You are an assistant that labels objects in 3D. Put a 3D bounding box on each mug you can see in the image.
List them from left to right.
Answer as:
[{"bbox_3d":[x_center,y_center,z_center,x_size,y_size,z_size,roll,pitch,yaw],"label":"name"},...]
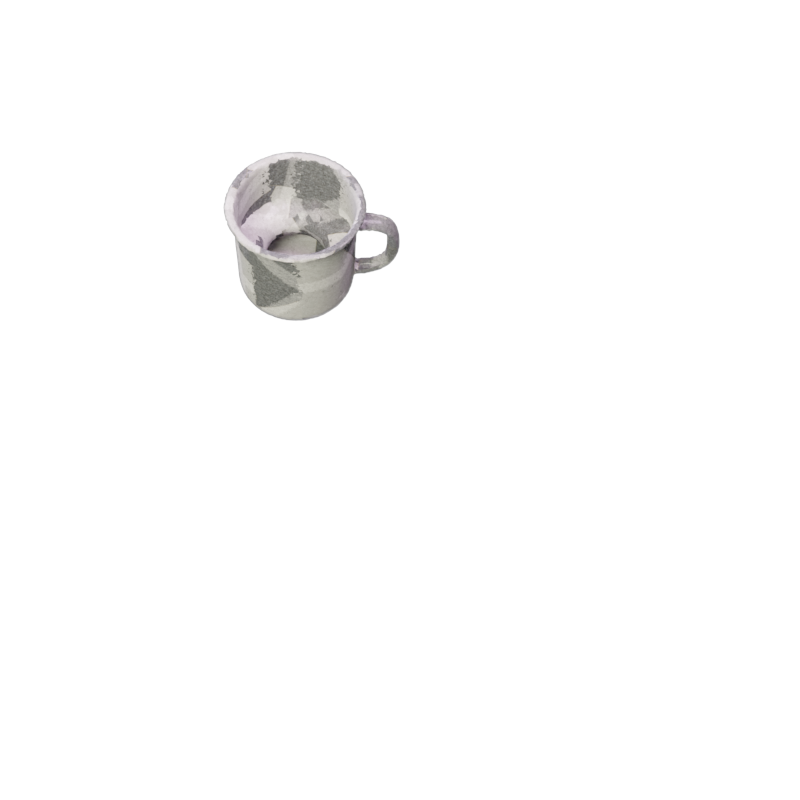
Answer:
[{"bbox_3d":[-0.059,-0.108,0.756,0.117,0.100,0.076,0,-34,-2],"label":"mug"}]
